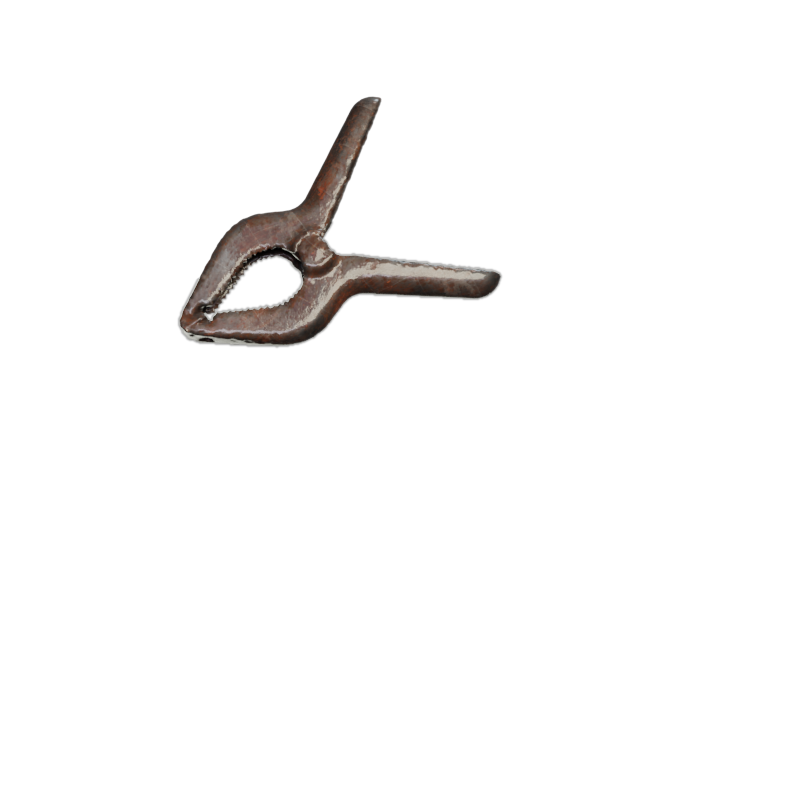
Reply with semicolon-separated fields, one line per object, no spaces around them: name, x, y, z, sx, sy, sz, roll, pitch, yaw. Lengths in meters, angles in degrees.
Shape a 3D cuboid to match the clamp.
clamp;-0.059;-0.108;0.755;0.209;0.172;0.035;-24;-17;-8
